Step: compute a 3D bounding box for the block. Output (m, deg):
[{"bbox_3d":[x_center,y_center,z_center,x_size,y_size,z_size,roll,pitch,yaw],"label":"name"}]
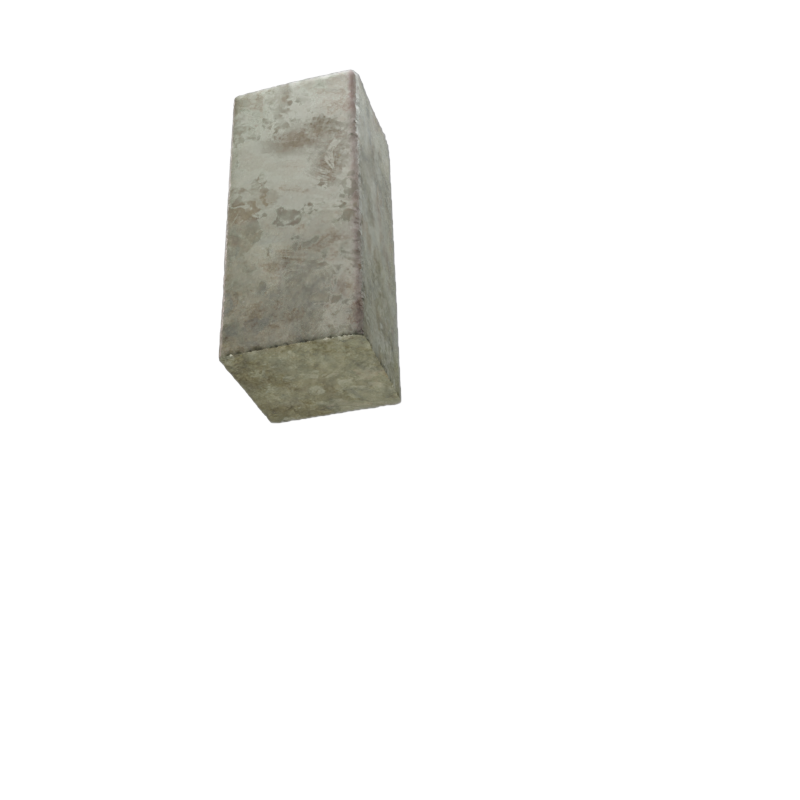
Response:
[{"bbox_3d":[-0.056,-0.103,0.721,0.091,0.220,0.084,-11,-34,13],"label":"block"}]
